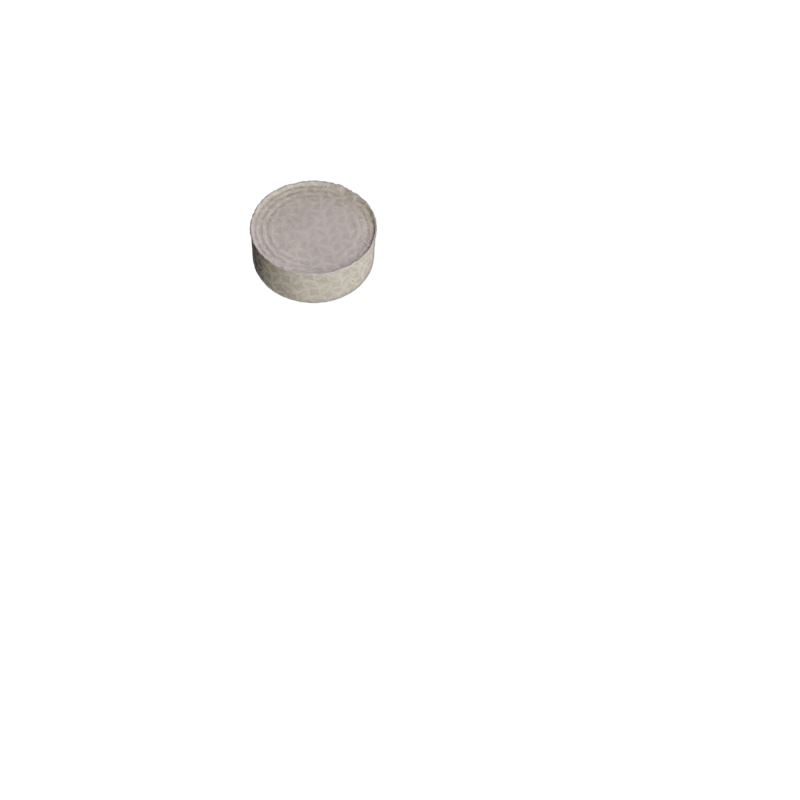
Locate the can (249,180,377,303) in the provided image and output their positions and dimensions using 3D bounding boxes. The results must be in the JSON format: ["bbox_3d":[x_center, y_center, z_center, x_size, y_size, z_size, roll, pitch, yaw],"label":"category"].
[{"bbox_3d":[-0.059,-0.108,0.757,0.086,0.092,0.031,-1,-38,-1],"label":"can"}]
